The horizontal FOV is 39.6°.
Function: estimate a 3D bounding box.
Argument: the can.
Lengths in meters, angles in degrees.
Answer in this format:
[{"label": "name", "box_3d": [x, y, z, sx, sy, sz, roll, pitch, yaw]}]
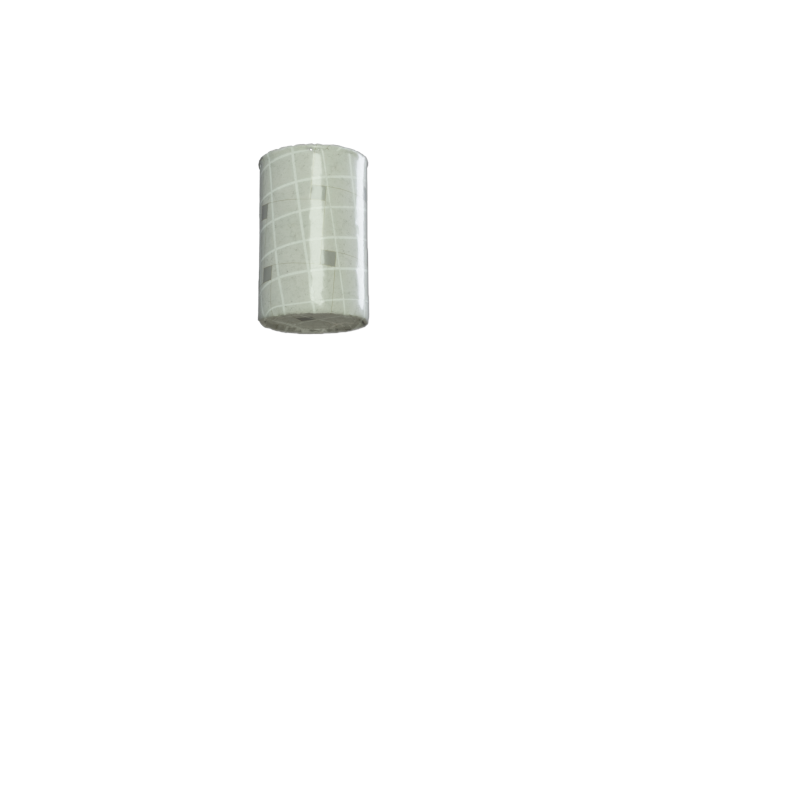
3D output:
[{"label": "can", "box_3d": [-0.053, -0.096, 0.672, 0.068, 0.106, 0.066, 0, -13, -2]}]
